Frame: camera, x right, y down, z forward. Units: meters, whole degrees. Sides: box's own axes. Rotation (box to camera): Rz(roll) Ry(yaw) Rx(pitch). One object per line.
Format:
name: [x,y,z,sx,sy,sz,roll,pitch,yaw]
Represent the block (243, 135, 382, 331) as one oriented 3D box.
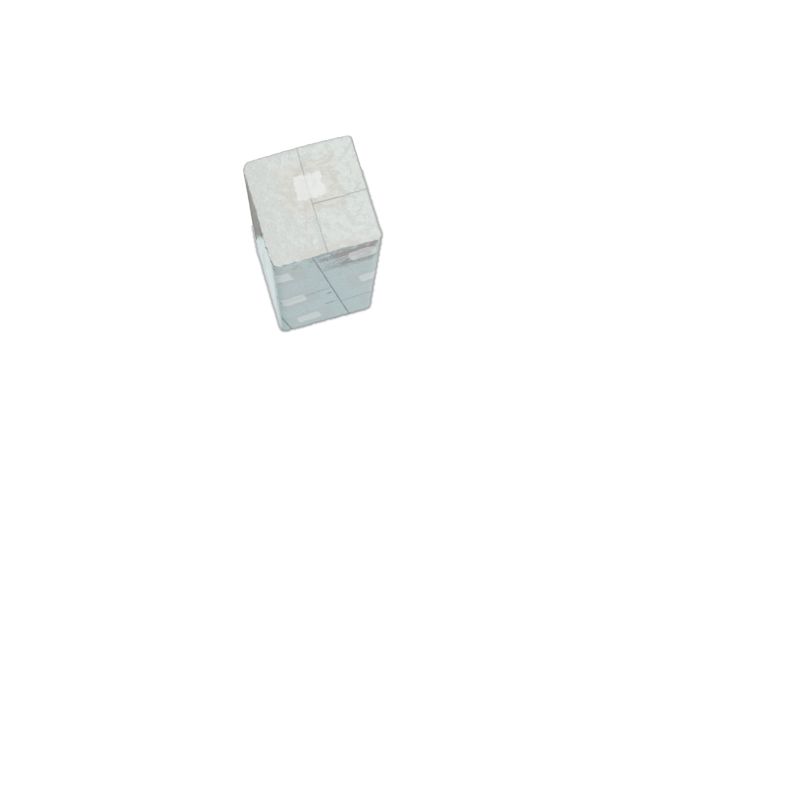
block: [-0.074,-0.134,0.941,0.090,0.094,0.200,-16,-10,-7]
